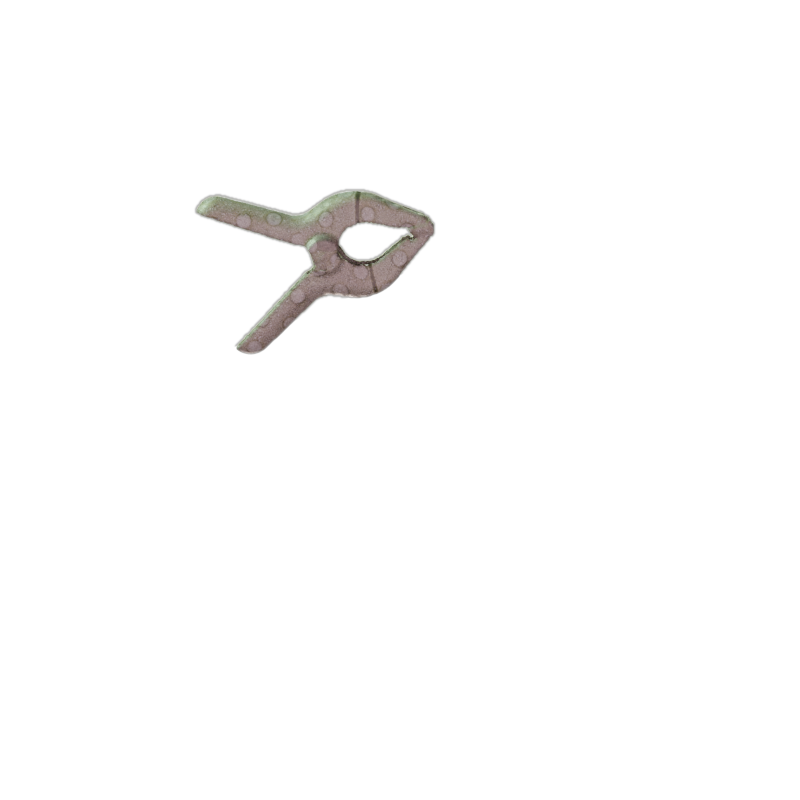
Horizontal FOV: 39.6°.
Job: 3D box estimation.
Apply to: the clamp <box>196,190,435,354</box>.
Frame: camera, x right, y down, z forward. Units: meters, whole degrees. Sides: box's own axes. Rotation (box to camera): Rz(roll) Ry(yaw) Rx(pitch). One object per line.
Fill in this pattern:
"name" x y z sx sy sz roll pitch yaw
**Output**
"clamp" -0.063 -0.116 0.810 0.172 0.116 0.041 -23 14 6
